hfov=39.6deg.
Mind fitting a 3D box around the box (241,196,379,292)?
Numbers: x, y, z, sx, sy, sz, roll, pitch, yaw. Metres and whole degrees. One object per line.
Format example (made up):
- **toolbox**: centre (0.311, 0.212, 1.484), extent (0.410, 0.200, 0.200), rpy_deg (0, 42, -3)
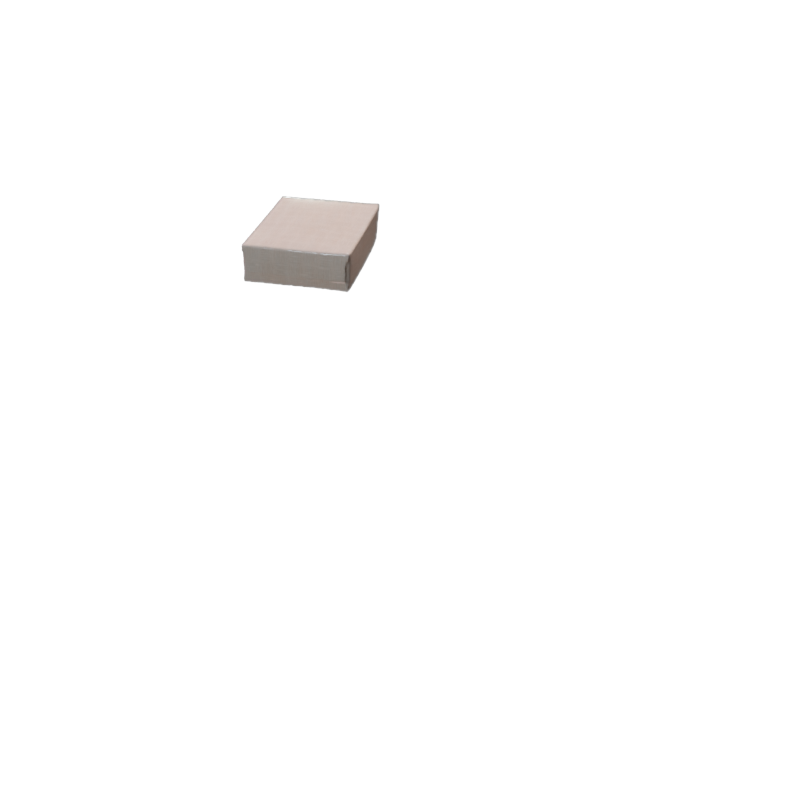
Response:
- **box**: centre (-0.073, -0.133, 0.929), extent (0.092, 0.037, 0.117), rpy_deg (7, 29, 11)
